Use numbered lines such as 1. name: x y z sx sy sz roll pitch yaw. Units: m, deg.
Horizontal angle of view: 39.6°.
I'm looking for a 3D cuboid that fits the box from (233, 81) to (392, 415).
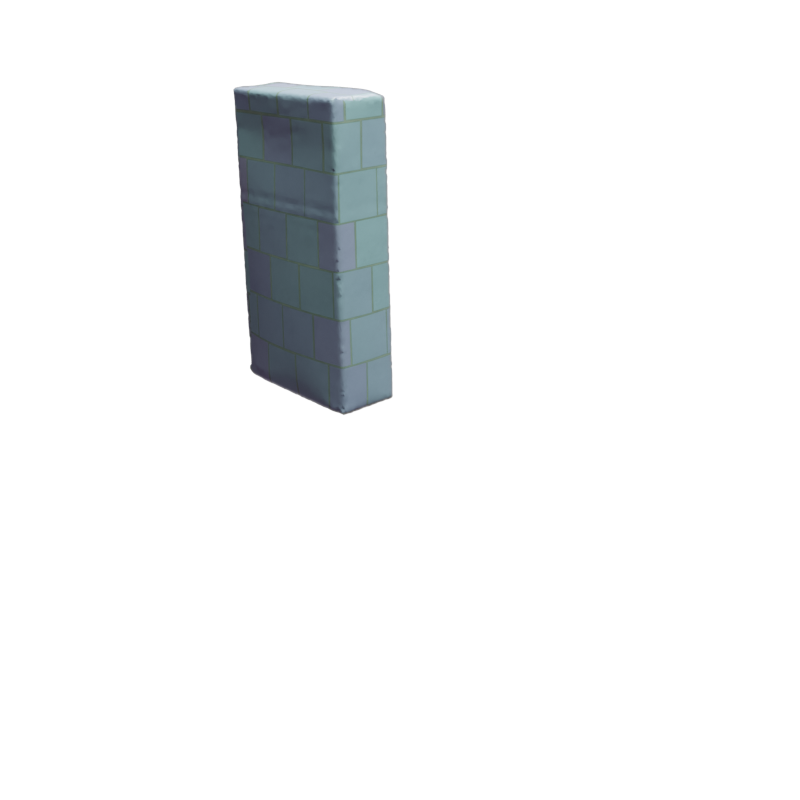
1. box: -0.049 -0.091 0.635 0.047 0.171 0.099 -11 19 -39
